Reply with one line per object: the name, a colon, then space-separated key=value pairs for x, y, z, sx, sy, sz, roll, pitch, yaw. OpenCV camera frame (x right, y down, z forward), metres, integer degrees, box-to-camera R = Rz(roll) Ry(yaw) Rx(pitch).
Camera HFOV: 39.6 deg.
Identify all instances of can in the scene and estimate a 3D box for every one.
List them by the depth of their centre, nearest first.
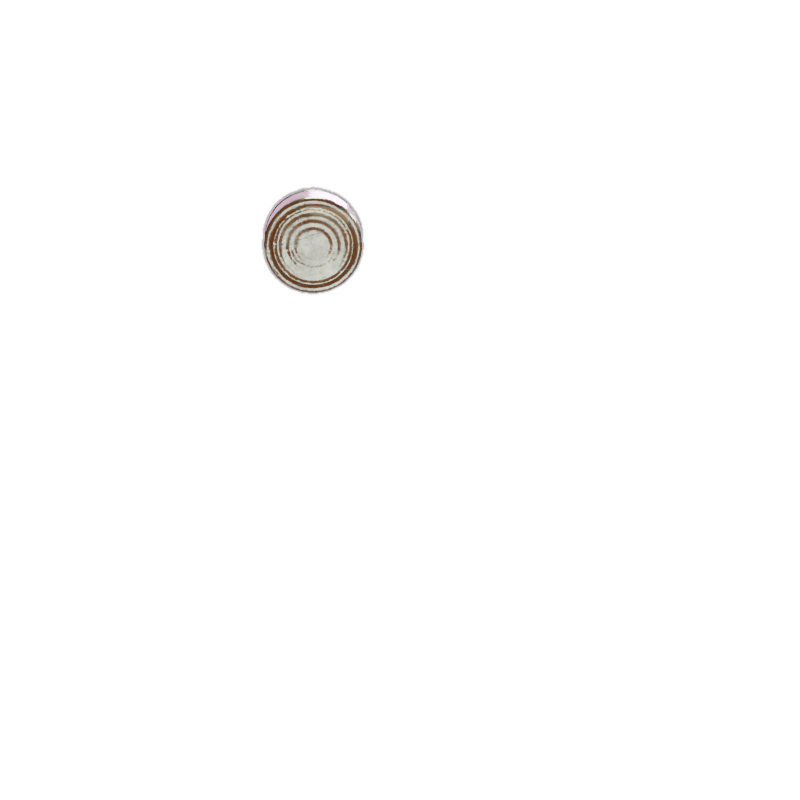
can: x=-0.074 y=-0.136 z=0.950 sx=0.086 sy=0.083 sz=0.035 roll=0 pitch=17 yaw=-1
